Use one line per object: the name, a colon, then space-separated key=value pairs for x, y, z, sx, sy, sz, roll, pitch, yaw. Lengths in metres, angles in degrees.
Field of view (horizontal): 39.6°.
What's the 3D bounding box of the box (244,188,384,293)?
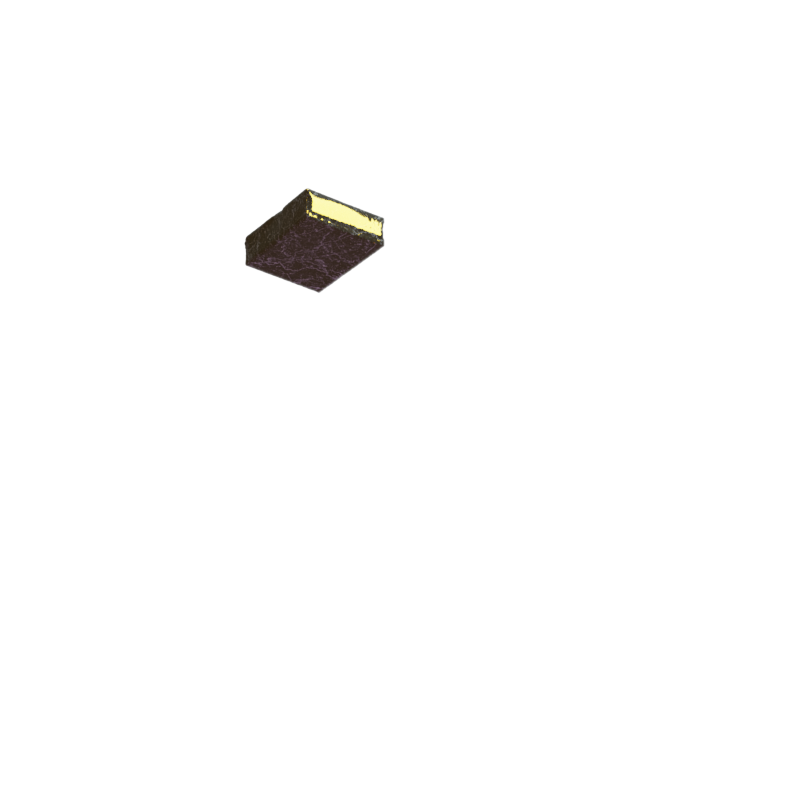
box: x=-0.067 y=-0.123 z=0.860 sx=0.069 sy=0.032 sz=0.089 roll=18 pitch=-32 yaw=-33
